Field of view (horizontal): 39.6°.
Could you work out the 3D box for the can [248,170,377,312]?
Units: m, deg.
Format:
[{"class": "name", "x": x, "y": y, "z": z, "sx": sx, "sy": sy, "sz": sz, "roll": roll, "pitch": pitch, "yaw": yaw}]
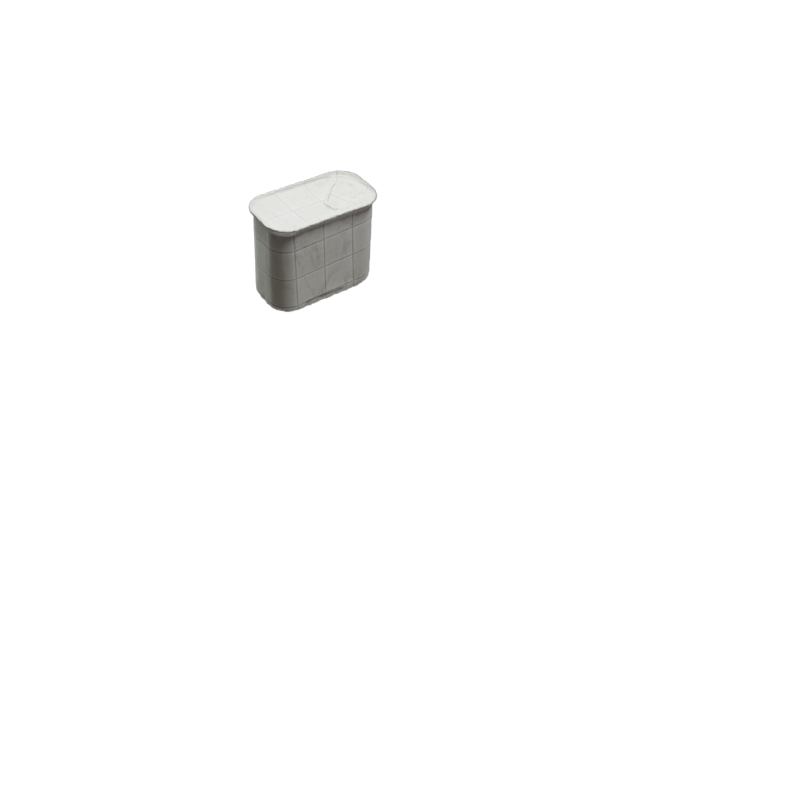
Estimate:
[{"class": "can", "x": -0.071, "y": -0.129, "z": 0.904, "sx": 0.101, "sy": 0.078, "sz": 0.062, "roll": -23, "pitch": 46, "yaw": -27}]
